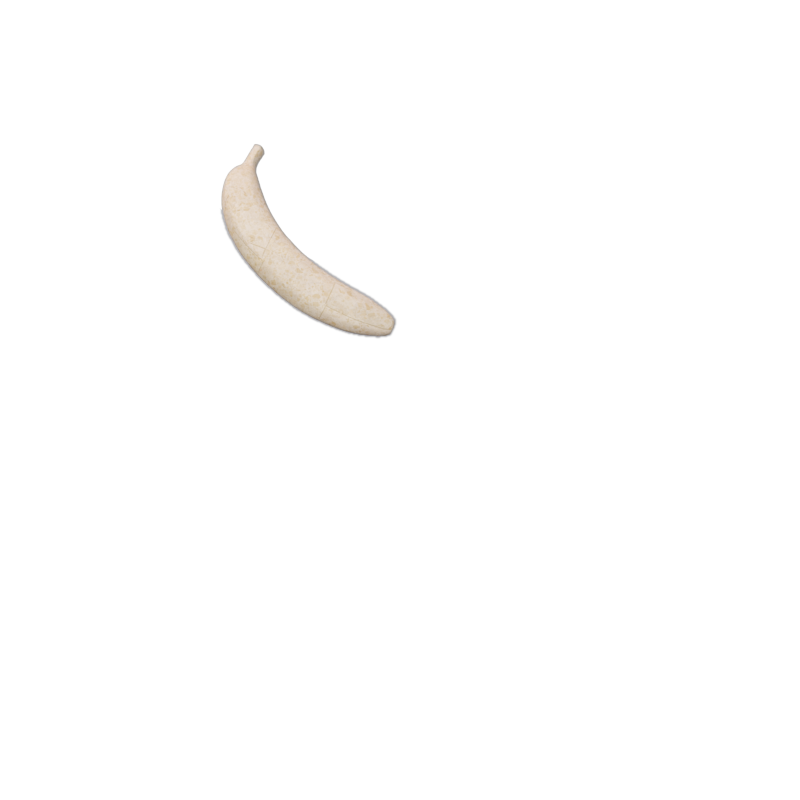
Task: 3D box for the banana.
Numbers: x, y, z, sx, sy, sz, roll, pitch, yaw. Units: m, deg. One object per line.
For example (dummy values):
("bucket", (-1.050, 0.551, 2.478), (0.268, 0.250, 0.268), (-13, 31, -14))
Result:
("banana", (-0.086, -0.118, 0.871), (0.070, 0.207, 0.035), (-33, -17, -12))
